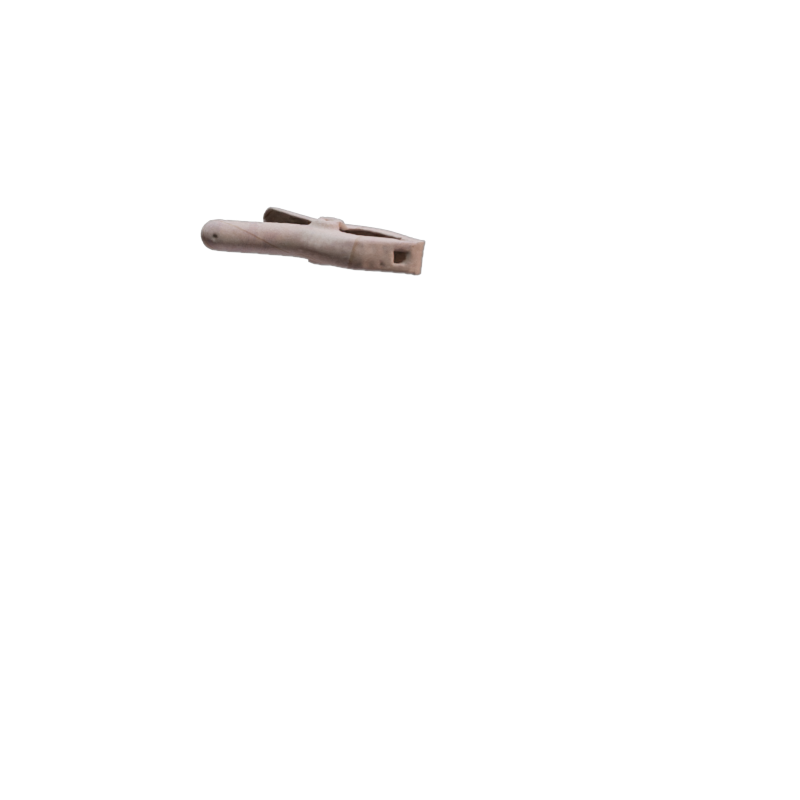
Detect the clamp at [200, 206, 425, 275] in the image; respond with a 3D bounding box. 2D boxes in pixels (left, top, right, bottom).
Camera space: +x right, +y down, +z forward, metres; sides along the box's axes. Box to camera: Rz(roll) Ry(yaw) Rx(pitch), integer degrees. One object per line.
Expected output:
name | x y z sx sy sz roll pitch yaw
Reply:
clamp | -0.069 -0.125 0.877 0.179 0.038 0.119 13 24 30
